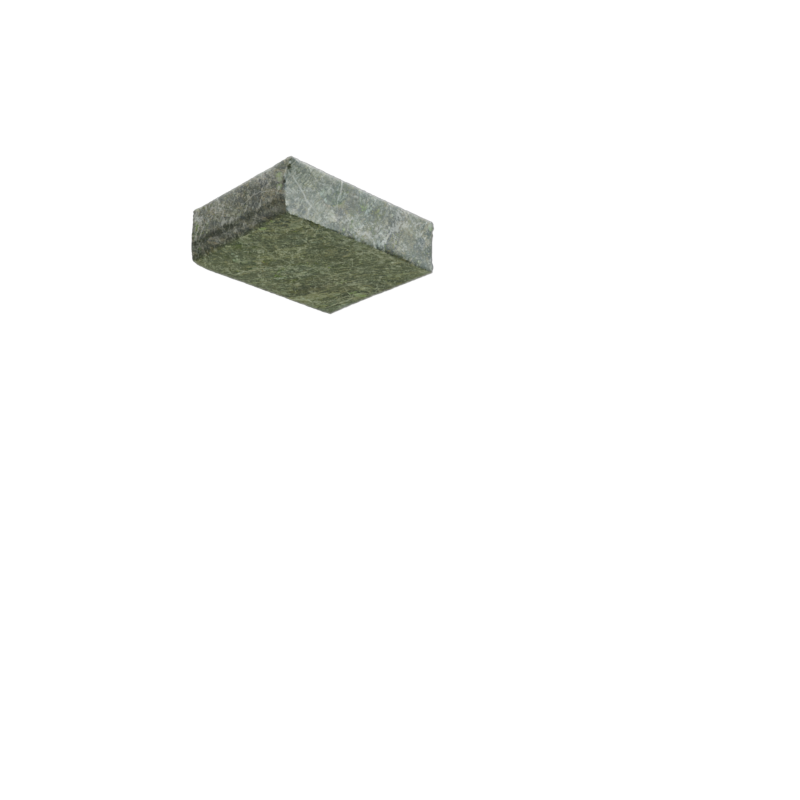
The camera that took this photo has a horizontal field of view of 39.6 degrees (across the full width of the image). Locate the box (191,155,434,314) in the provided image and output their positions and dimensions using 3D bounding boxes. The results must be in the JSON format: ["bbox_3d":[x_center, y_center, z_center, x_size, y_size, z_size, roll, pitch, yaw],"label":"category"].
[{"bbox_3d":[-0.050,-0.091,0.638,0.107,0.041,0.091,17,-26,-40],"label":"box"}]
